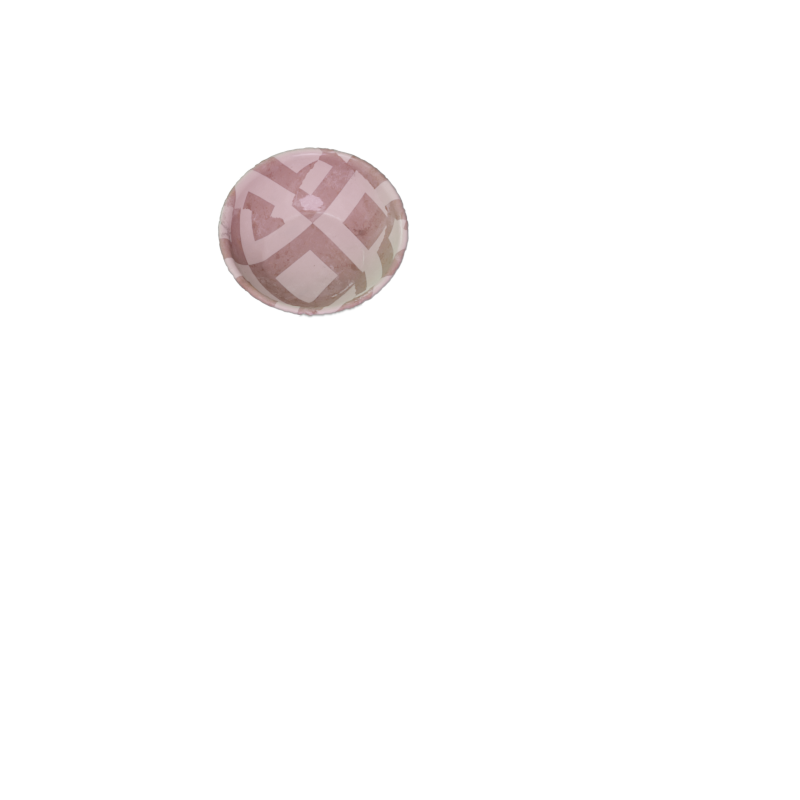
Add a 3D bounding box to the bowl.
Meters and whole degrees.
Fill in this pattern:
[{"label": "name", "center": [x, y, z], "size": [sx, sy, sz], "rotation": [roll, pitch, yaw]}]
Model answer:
[{"label": "bowl", "center": [-0.075, -0.137, 0.960], "size": [0.162, 0.172, 0.052], "rotation": [-1, -25, -1]}]
